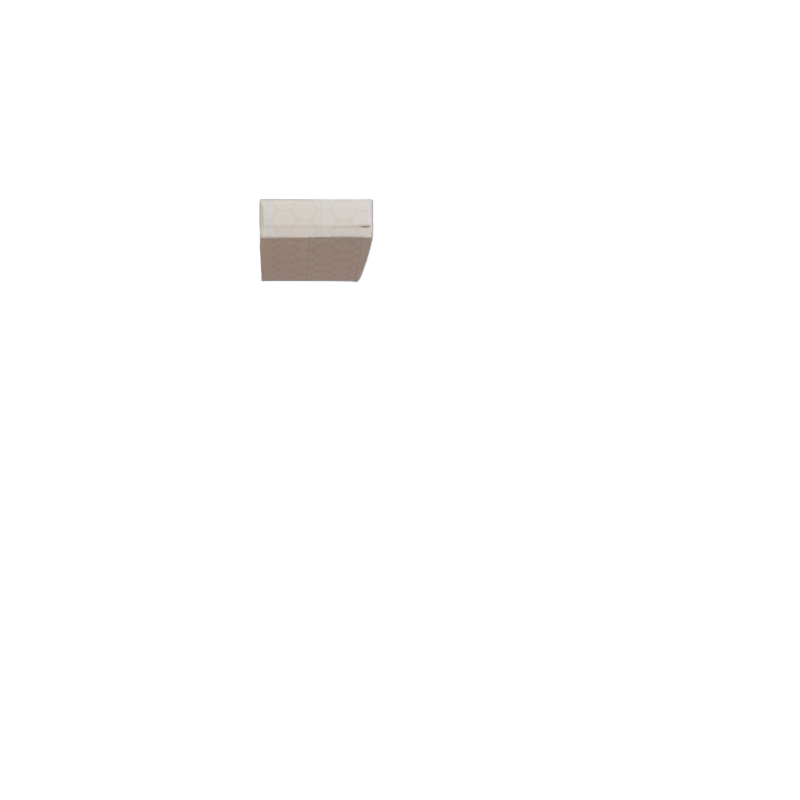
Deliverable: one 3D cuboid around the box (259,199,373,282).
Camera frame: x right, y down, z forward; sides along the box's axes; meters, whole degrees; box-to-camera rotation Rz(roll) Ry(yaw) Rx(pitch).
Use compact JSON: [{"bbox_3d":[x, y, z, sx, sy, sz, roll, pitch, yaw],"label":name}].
[{"bbox_3d":[-0.071,-0.130,0.913,0.089,0.041,0.109,1,-15,-5],"label":"box"}]
